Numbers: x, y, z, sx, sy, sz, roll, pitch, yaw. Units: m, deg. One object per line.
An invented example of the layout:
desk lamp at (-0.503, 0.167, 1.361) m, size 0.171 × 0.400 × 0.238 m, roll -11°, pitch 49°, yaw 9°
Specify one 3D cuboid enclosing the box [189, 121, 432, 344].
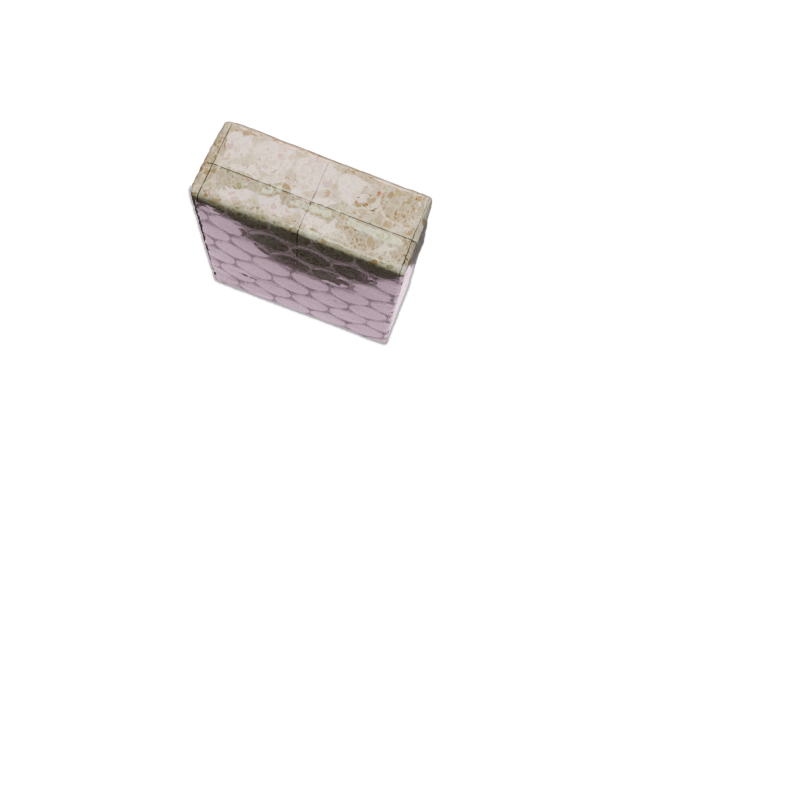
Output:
box at (-0.069, -0.125, 0.876) m, size 0.166 × 0.074 × 0.206 m, roll 22°, pitch -13°, yaw 3°
